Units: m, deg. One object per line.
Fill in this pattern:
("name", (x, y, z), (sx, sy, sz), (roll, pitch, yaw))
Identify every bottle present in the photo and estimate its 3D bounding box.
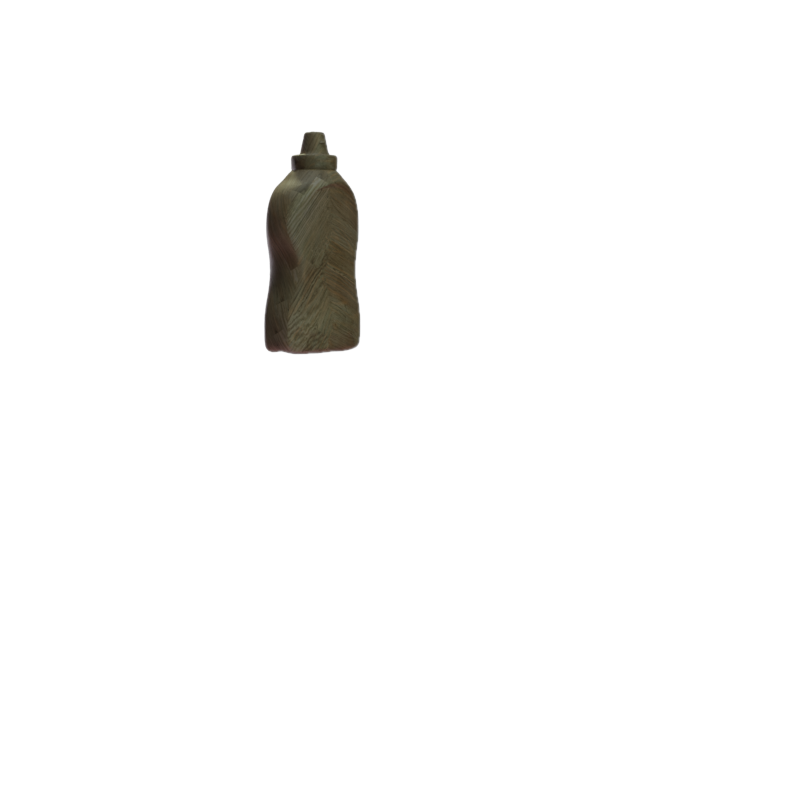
("bottle", (-0.076, -0.139, 0.973), (0.061, 0.192, 0.092), (0, 1, 42))
